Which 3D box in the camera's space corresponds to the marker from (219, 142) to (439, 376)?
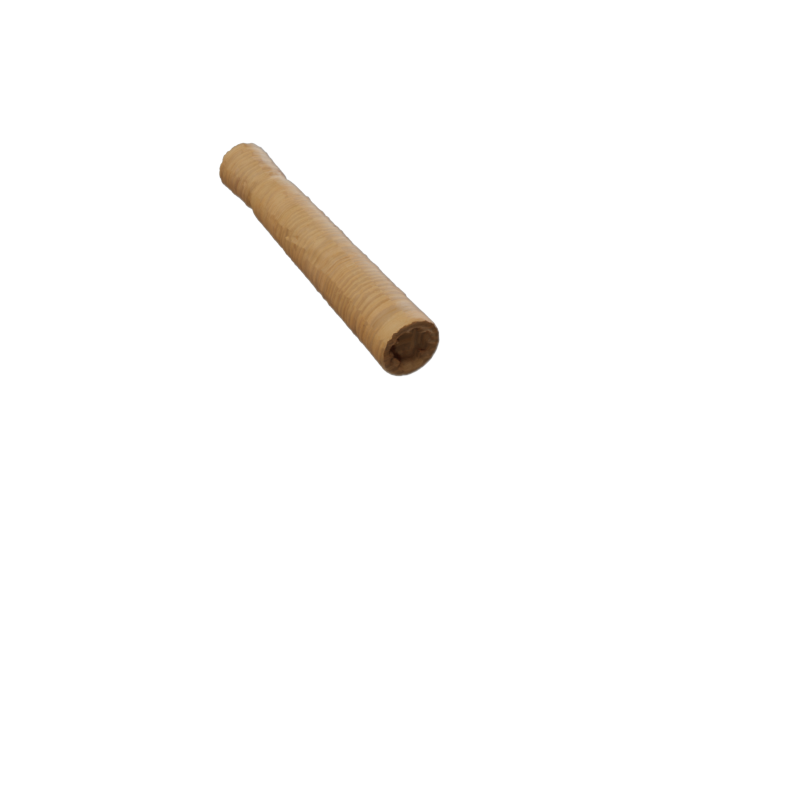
[{"bbox_3d":[-0.027,-0.050,0.348,0.019,0.019,0.131,-2,35,-32],"label":"marker"}]
